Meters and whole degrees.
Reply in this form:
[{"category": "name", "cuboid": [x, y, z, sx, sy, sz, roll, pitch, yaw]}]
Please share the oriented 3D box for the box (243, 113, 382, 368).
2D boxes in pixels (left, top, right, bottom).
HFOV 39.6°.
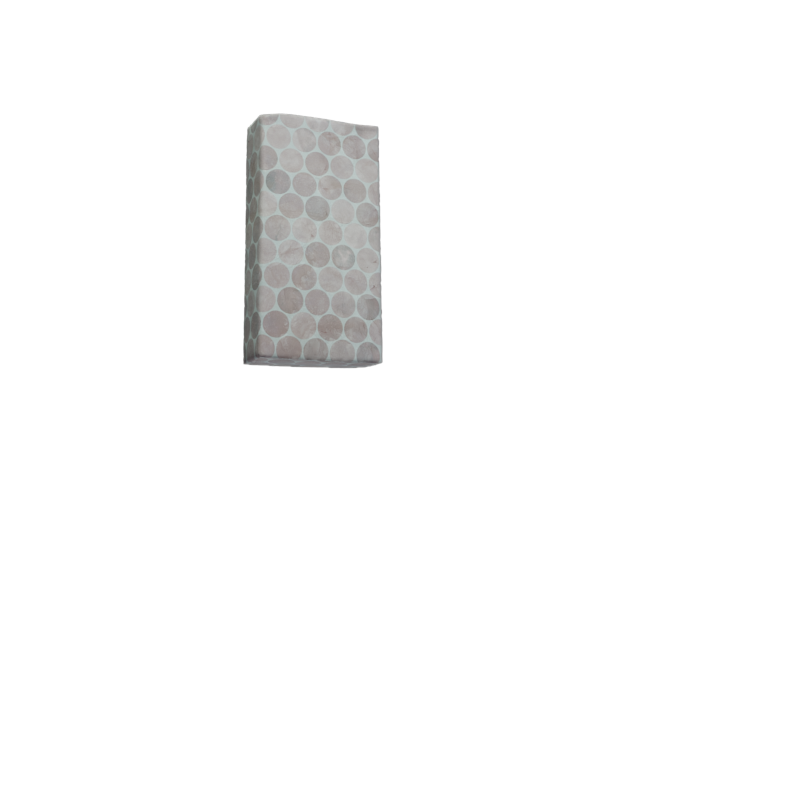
[{"category": "box", "cuboid": [-0.062, -0.113, 0.788, 0.091, 0.181, 0.048, 3, -13, -21]}]
